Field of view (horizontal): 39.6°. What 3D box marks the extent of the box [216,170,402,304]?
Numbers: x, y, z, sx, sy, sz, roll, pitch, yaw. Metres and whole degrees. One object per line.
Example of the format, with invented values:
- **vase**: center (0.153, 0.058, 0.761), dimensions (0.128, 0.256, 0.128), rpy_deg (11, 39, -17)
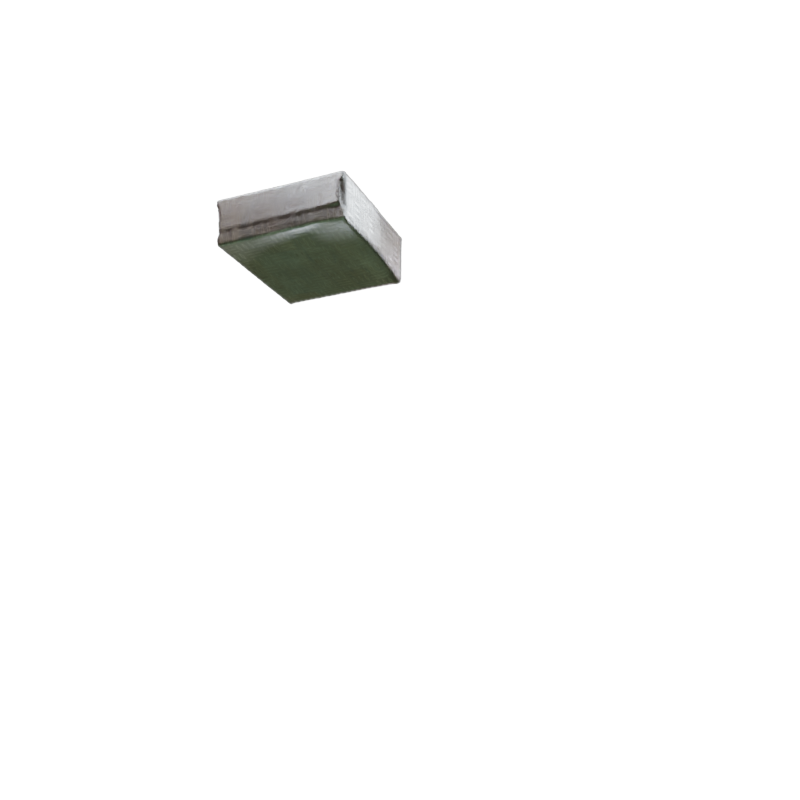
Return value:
- **box**: center (-0.058, -0.106, 0.740), dimensions (0.091, 0.041, 0.106), rpy_deg (-8, -23, 20)
